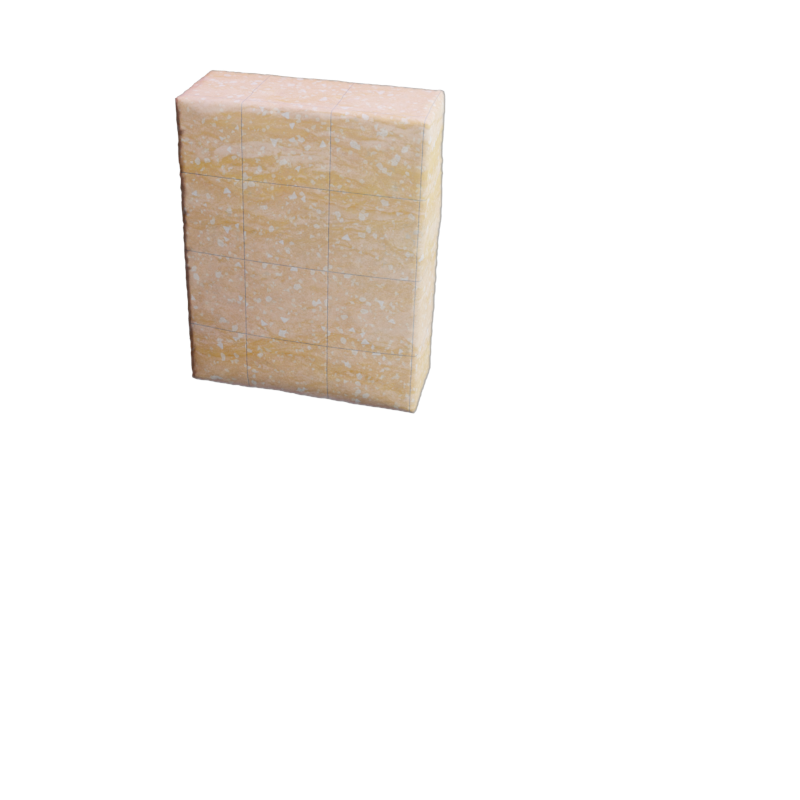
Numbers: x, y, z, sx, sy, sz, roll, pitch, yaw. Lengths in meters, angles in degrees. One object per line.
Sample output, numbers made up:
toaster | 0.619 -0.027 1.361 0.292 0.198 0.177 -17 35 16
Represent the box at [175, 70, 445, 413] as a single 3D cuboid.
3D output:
box | -0.058 -0.107 0.746 0.168 0.201 0.075 9 30 12
